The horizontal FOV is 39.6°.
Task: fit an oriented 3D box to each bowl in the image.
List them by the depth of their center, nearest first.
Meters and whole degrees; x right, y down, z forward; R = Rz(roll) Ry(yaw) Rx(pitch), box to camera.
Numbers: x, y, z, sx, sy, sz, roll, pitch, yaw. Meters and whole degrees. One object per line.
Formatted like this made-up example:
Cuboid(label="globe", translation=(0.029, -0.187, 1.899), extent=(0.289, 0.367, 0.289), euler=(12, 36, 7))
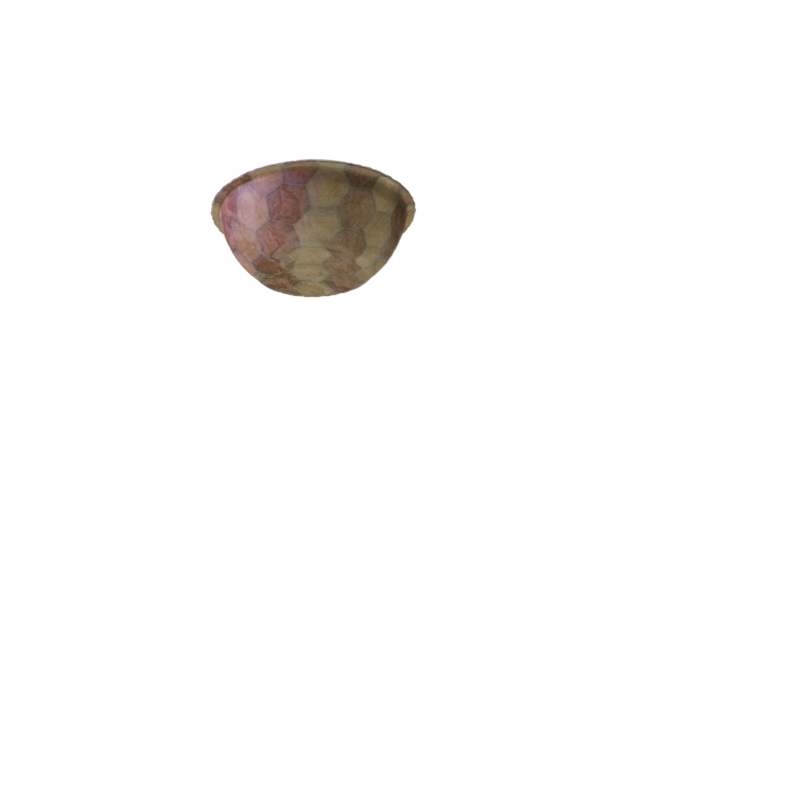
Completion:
Cuboid(label="bowl", translation=(-0.068, -0.124, 0.866), extent=(0.162, 0.058, 0.154), euler=(1, -22, -2))
